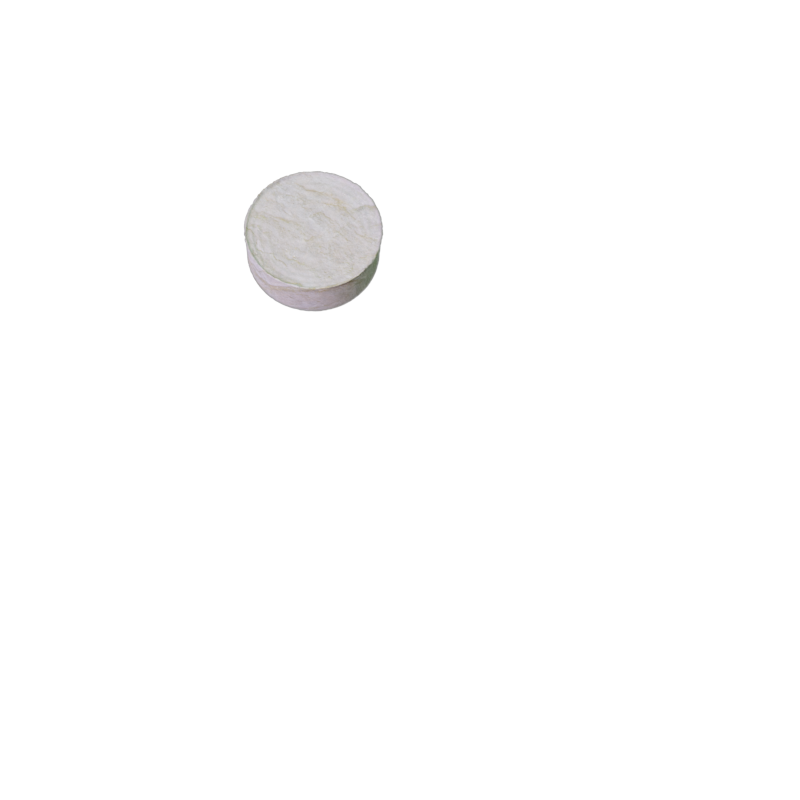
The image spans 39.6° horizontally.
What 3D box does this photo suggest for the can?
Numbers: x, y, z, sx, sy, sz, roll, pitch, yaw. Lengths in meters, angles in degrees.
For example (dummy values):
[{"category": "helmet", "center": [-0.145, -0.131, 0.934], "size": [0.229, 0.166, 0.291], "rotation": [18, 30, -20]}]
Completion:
[{"category": "can", "center": [-0.054, -0.099, 0.696], "size": [0.086, 0.091, 0.032], "rotation": [-1, -29, -1]}]
